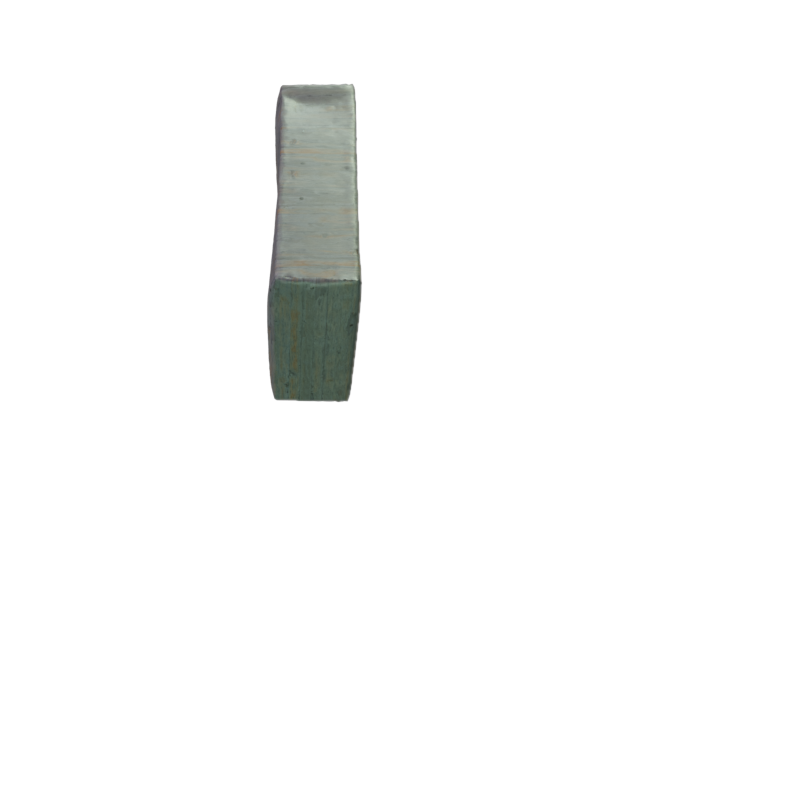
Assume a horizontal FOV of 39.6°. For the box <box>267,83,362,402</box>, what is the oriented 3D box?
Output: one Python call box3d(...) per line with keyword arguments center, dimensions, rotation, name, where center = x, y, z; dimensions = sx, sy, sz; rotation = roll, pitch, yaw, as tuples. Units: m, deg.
box3d(center=(-0.072, -0.131, 0.920), dimensions=(0.071, 0.229, 0.154), rotation=(1, -36, -5), name="box")
